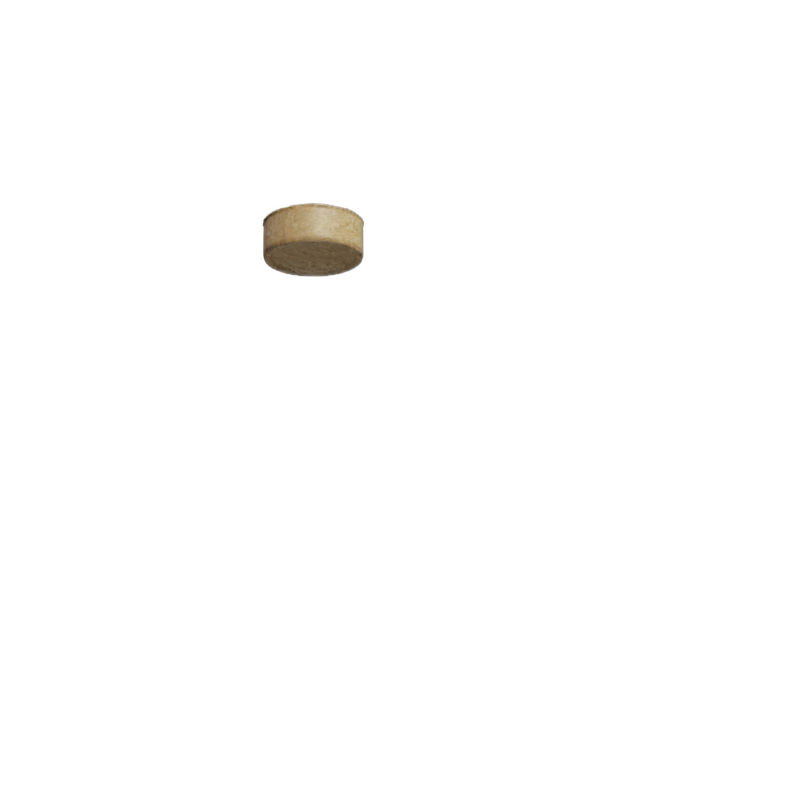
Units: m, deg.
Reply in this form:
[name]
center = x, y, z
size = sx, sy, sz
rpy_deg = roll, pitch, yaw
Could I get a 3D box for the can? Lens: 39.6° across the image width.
[can]
center = -0.073, -0.133, 0.932
size = 0.086, 0.035, 0.082
rpy_deg = 0, -16, -2
